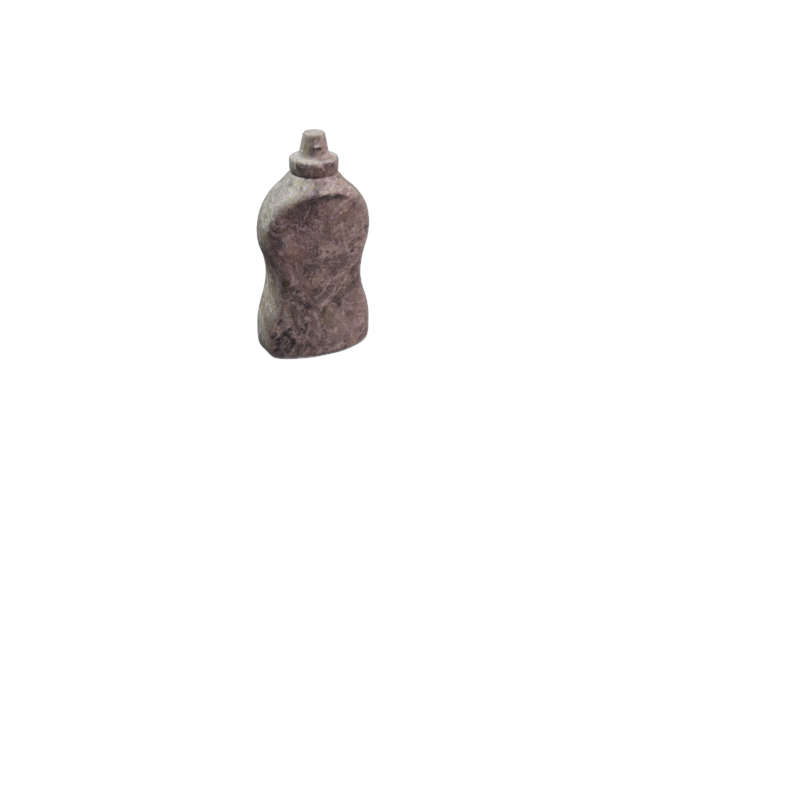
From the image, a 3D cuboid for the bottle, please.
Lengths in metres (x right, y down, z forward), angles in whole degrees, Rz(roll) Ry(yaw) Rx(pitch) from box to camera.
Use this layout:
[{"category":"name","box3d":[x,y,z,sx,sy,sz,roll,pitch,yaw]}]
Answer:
[{"category":"bottle","box3d":[-0.073,-0.133,0.933,0.094,0.183,0.062,-9,25,-23]}]
